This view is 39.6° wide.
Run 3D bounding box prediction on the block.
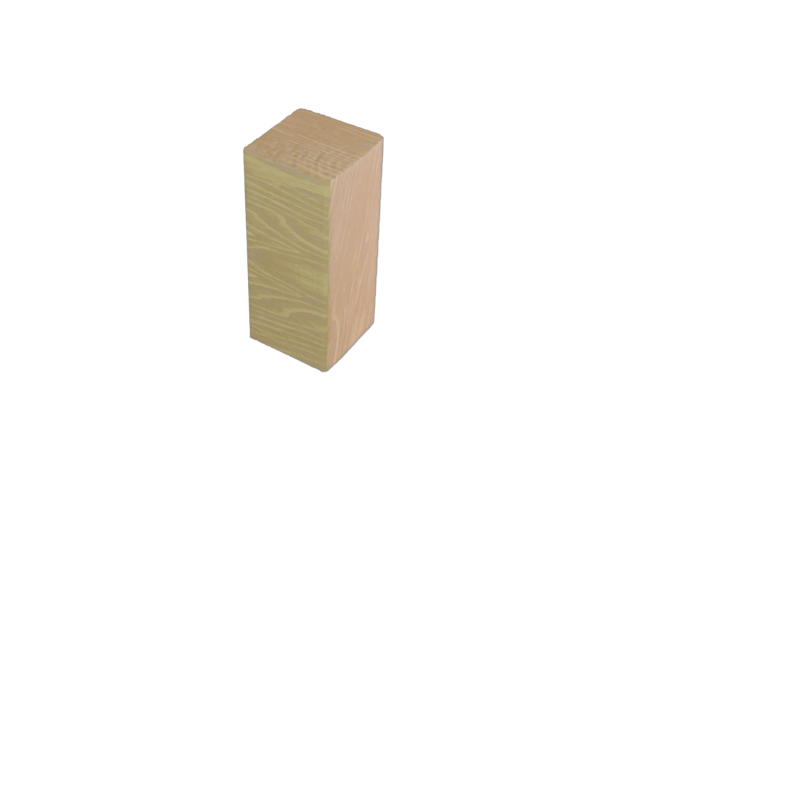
[{"bbox_3d":[-0.077,-0.141,0.989,0.095,0.192,0.092,23,44,23],"label":"block"}]
